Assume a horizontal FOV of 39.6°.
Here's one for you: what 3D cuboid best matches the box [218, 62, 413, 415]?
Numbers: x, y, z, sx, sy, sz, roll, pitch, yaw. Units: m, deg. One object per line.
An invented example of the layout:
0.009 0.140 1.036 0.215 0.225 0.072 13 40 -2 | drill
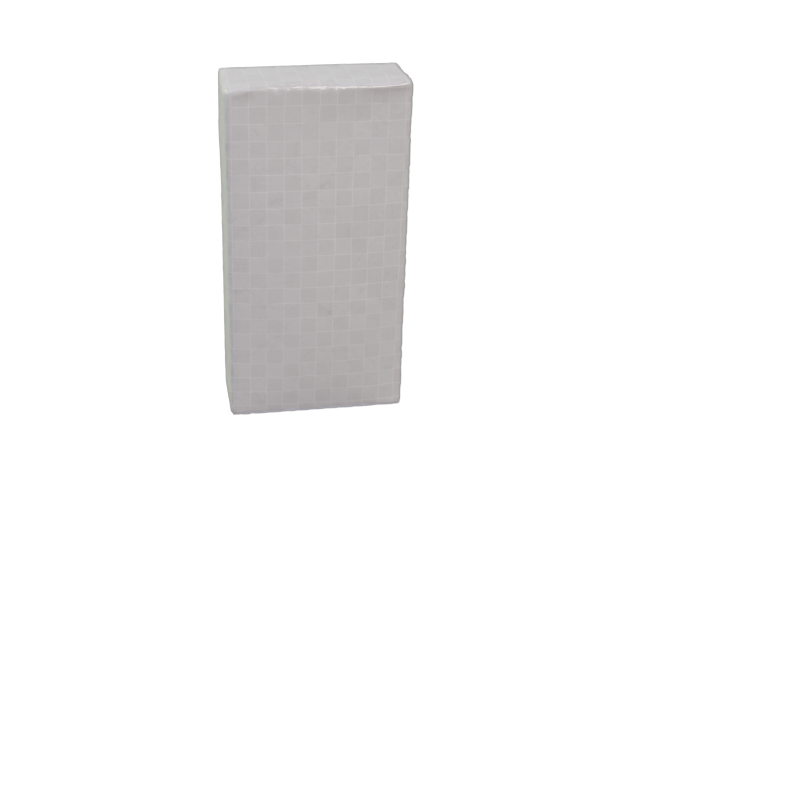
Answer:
-0.044 -0.081 0.565 0.092 0.167 0.051 -3 27 -10 | box
